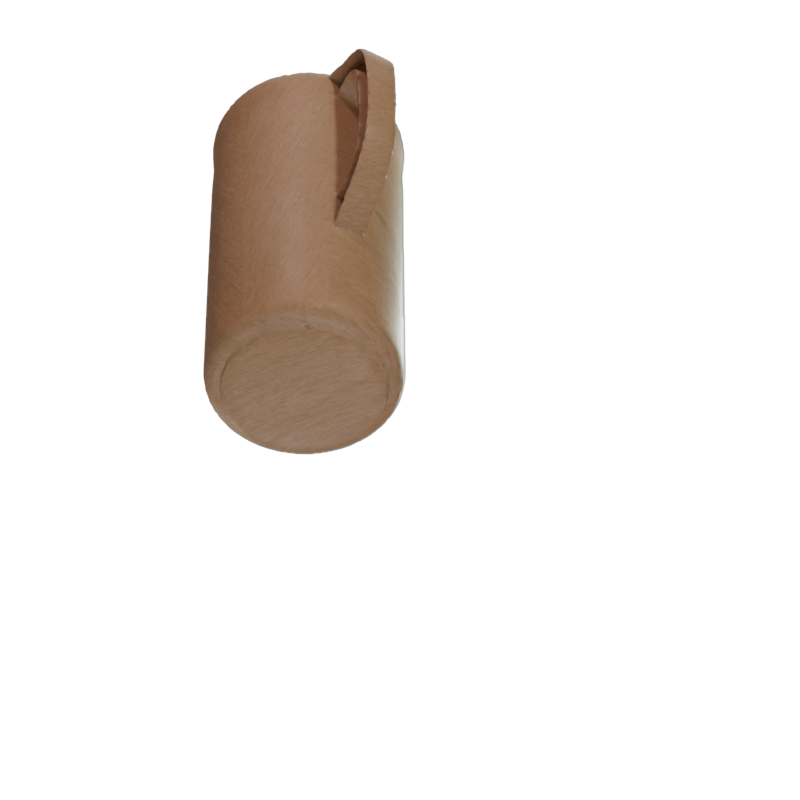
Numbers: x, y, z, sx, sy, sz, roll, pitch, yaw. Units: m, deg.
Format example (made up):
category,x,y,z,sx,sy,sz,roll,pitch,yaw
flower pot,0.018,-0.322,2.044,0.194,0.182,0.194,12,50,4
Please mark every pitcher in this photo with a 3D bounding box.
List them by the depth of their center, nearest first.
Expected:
category,x,y,z,sx,sy,sz,roll,pitch,yaw
pitcher,-0.053,-0.096,0.673,0.146,0.138,0.260,-15,39,9
